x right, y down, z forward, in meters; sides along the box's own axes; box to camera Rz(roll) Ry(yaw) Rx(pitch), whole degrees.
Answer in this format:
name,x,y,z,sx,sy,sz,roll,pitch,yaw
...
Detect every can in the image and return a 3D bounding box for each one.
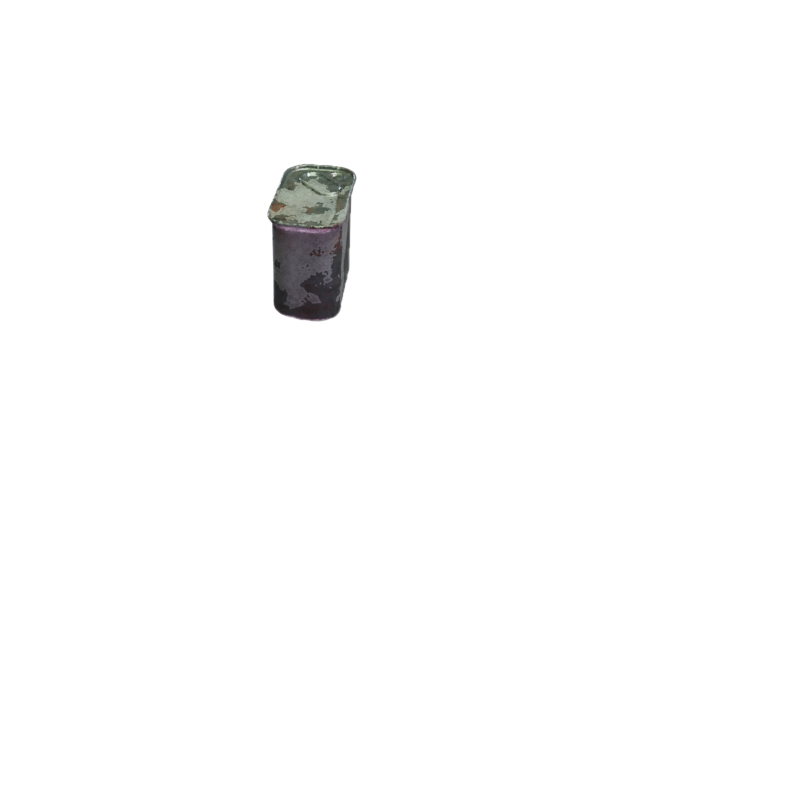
name,x,y,z,sx,sy,sz,roll,pitch,yaw
can,-0.067,-0.121,0.850,0.058,0.079,0.108,4,34,4
